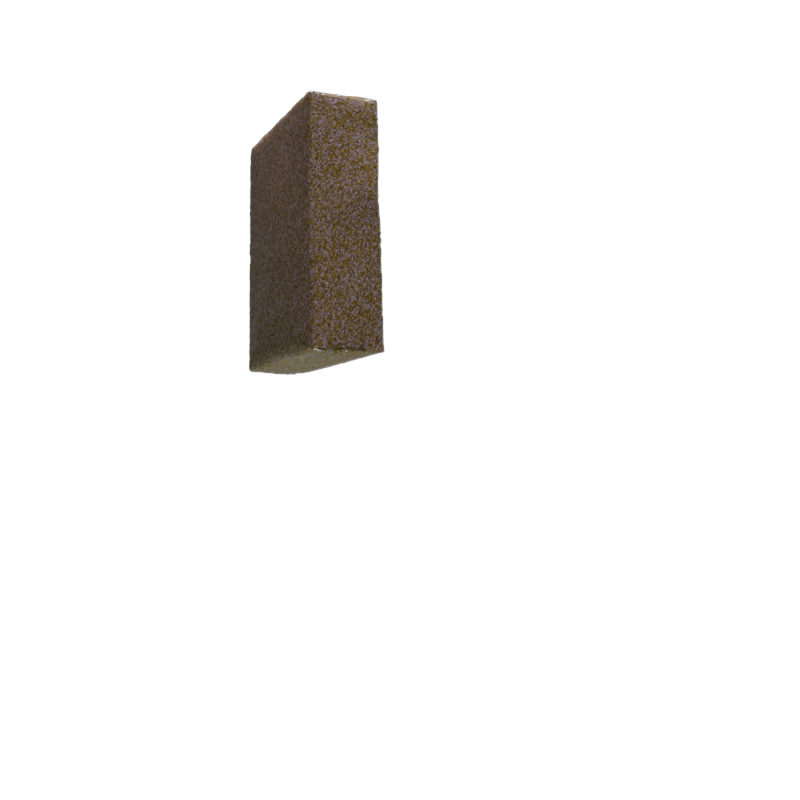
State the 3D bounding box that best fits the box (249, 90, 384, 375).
[{"bbox_3d":[-0.075,-0.137,0.956,0.070,0.220,0.165,5,-12,-24],"label":"box"}]
